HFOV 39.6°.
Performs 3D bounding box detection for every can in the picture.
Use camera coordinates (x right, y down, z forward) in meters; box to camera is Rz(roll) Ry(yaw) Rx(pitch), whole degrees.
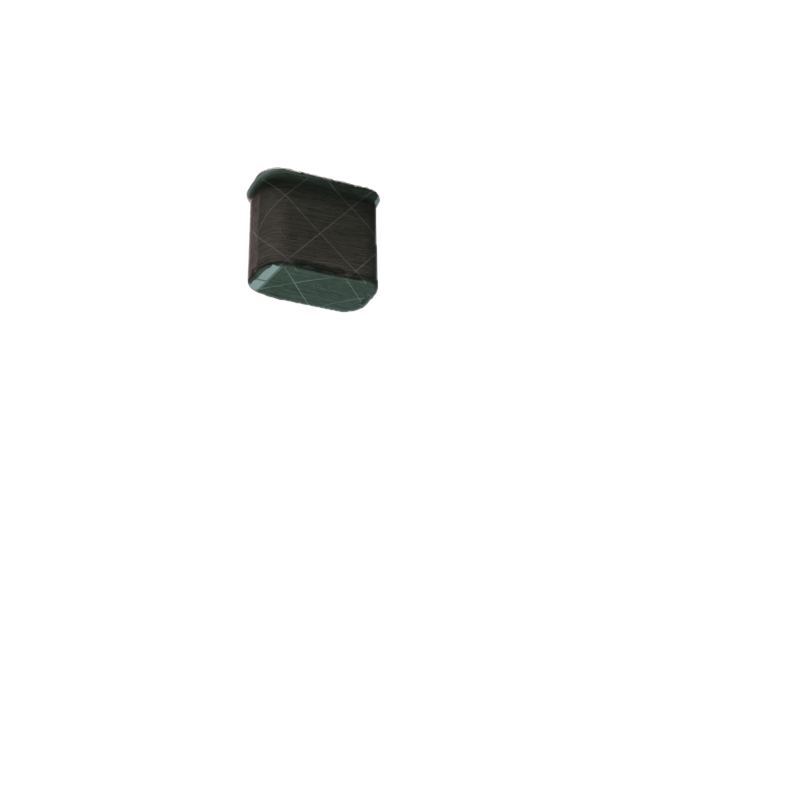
[{"bbox_3d":[-0.066,-0.121,0.846,0.098,0.089,0.056,10,-30,-21],"label":"can"}]
